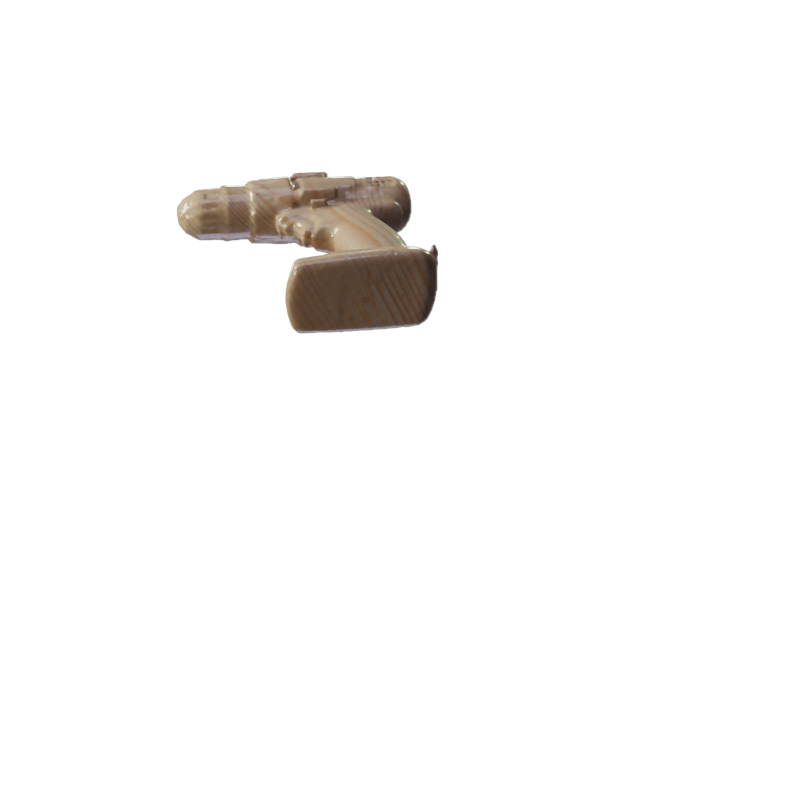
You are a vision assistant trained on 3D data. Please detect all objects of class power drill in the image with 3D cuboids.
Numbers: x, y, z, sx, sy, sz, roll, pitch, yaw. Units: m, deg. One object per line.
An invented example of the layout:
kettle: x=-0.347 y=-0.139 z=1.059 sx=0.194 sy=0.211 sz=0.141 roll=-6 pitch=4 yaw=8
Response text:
power drill: x=-0.063 y=-0.115 z=0.808 sx=0.182 sy=0.054 sz=0.201 roll=-7 pitch=31 yaw=-12
